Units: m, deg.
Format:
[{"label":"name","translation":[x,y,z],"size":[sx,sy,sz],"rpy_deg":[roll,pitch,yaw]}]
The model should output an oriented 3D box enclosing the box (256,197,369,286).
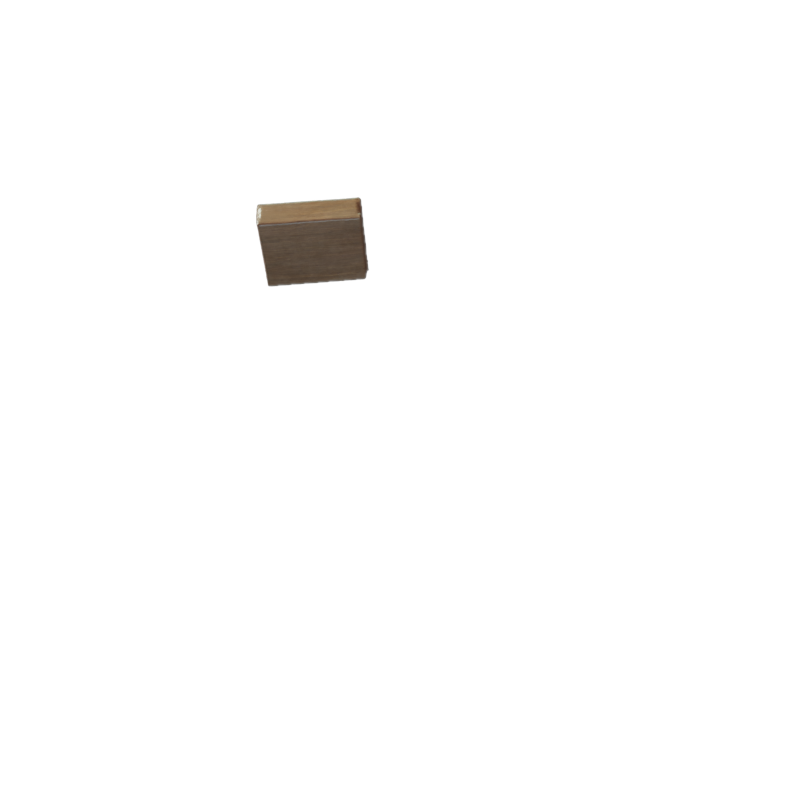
[{"label":"box","translation":[-0.074,-0.135,0.945],"size":[0.090,0.032,0.068],"rpy_deg":[-4,-44,3]}]
